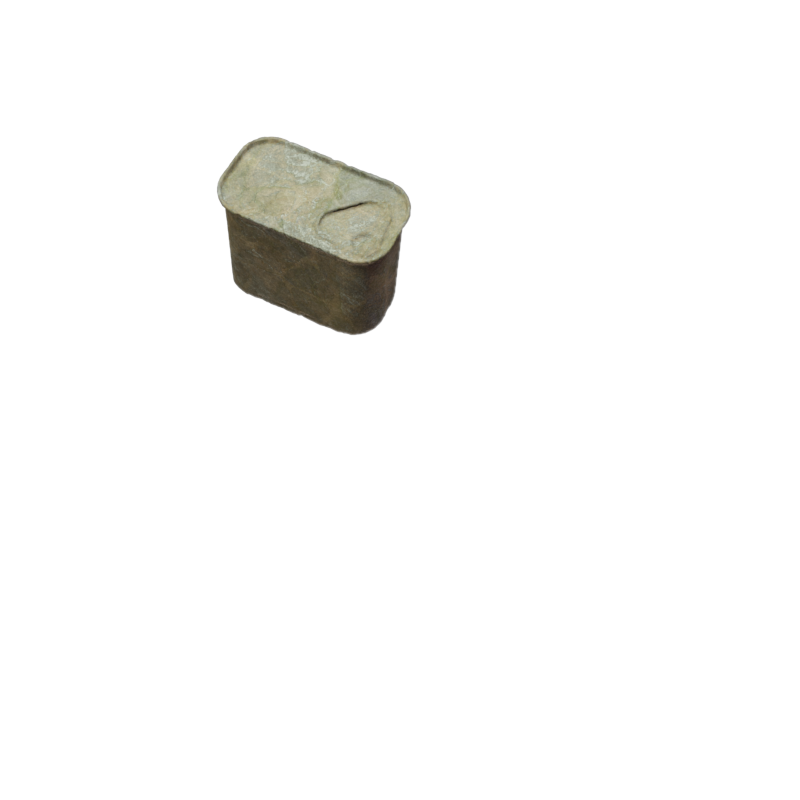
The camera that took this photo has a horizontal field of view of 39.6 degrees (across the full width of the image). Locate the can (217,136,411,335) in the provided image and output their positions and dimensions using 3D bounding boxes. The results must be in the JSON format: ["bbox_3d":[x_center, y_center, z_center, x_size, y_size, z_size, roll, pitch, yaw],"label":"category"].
[{"bbox_3d":[-0.049,-0.089,0.622,0.105,0.059,0.078,24,-29,13],"label":"can"}]
